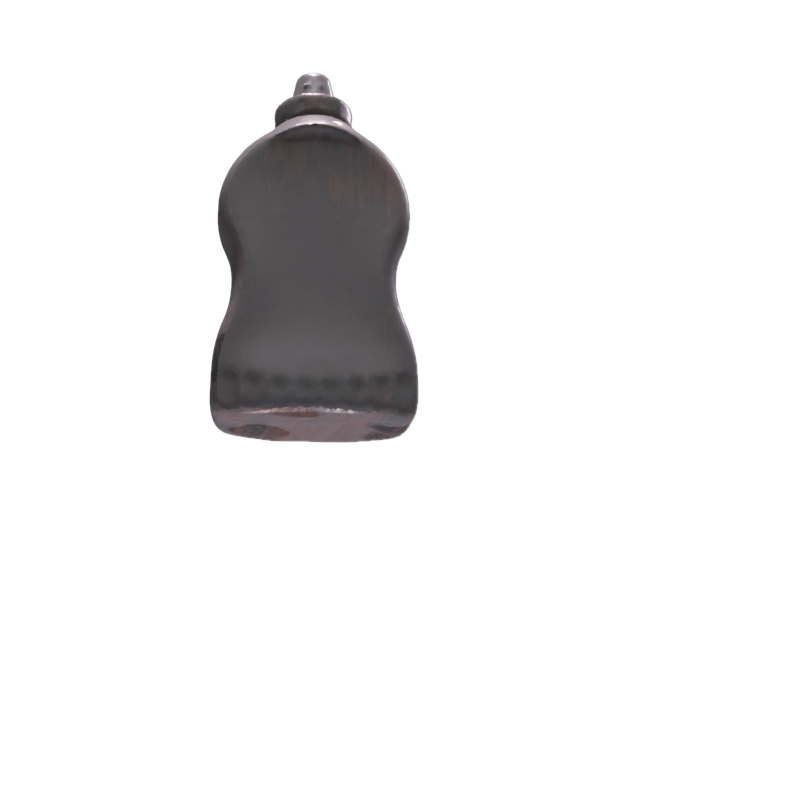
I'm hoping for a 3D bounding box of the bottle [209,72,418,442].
[{"bbox_3d":[-0.043,-0.078,0.551,0.095,0.202,0.056,0,-24,-4],"label":"bottle"}]
